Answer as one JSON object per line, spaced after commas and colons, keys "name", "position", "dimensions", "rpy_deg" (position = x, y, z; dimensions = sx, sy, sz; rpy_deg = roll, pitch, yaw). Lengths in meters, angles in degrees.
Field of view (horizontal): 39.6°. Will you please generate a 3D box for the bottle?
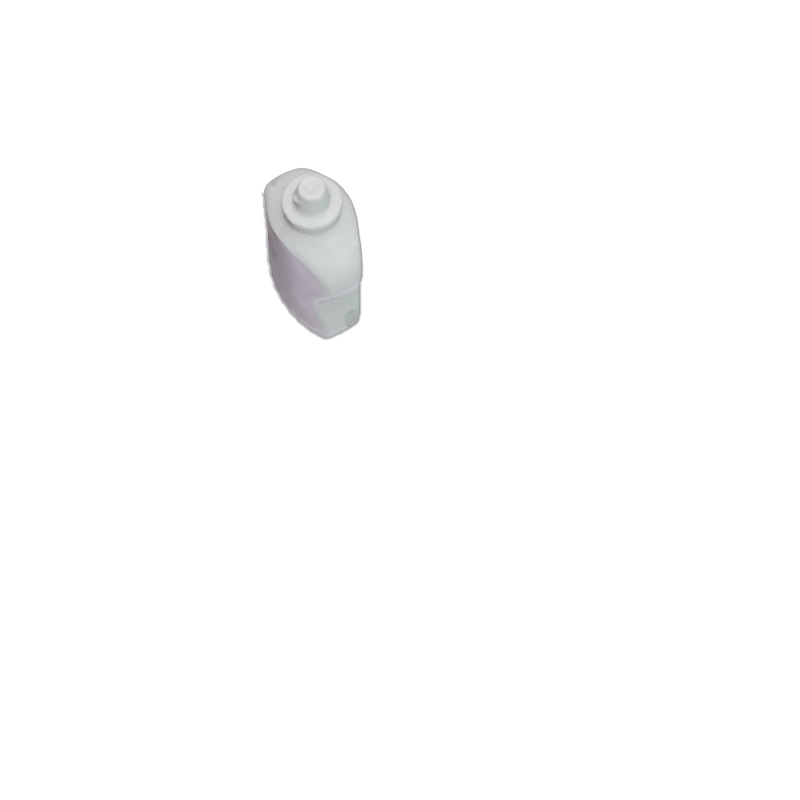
{"name": "bottle", "position": [-0.063, -0.114, 0.804], "dimensions": [0.058, 0.100, 0.184], "rpy_deg": [-27, -13, -10]}
